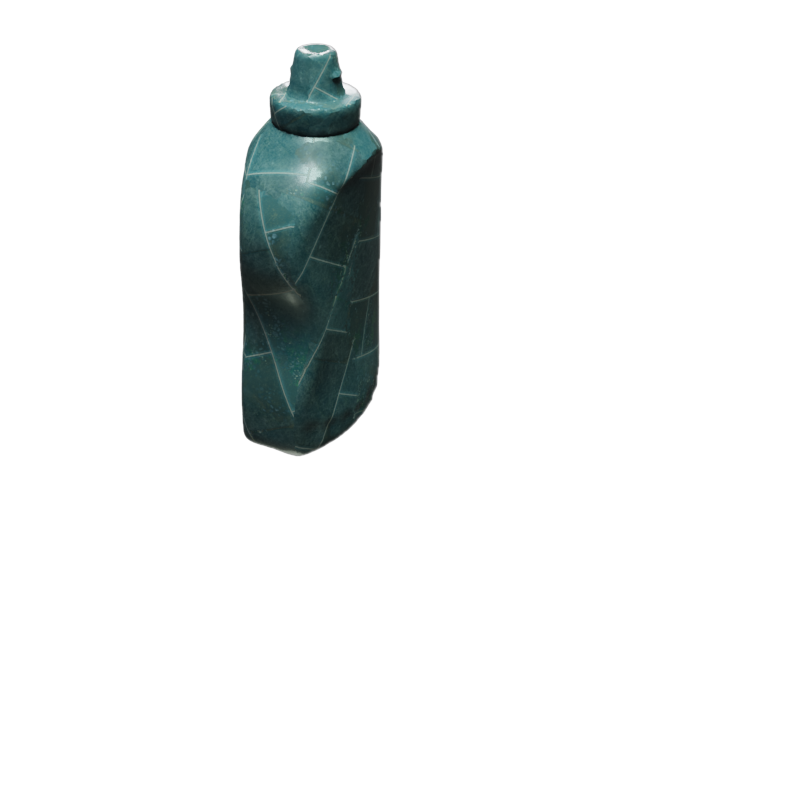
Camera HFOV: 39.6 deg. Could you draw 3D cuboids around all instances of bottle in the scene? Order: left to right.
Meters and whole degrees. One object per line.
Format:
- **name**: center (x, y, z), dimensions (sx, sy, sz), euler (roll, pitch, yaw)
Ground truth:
- **bottle**: center (-0.041, -0.075, 0.529), dimensions (0.061, 0.180, 0.098), euler (15, 34, 21)
